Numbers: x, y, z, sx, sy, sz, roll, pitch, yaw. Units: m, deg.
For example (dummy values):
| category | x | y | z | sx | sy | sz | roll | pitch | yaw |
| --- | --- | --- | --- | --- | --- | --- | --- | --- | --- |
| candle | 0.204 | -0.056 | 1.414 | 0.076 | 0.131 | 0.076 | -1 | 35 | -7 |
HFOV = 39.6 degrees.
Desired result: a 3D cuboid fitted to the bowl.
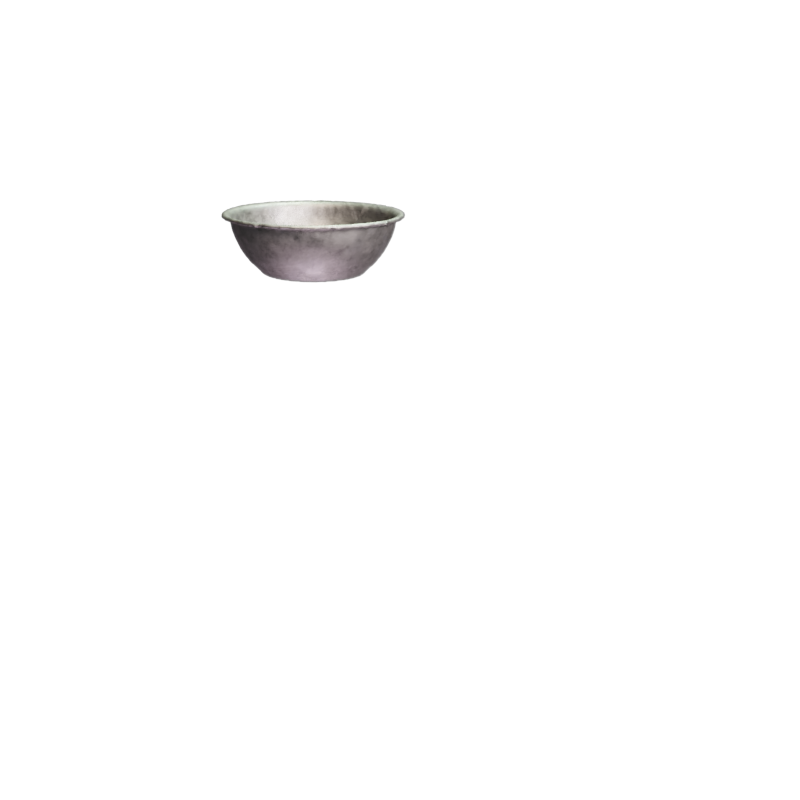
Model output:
| category | x | y | z | sx | sy | sz | roll | pitch | yaw |
| --- | --- | --- | --- | --- | --- | --- | --- | --- | --- |
| bowl | -0.077 | -0.140 | 0.981 | 0.162 | 0.053 | 0.168 | -1 | 17 | -2 |
